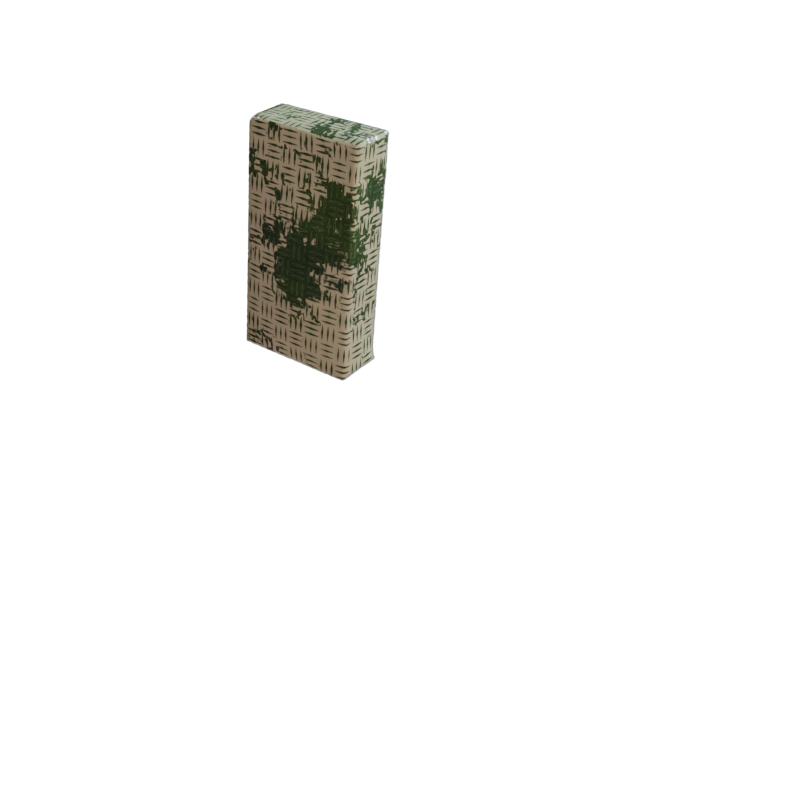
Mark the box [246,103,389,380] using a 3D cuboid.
[{"bbox_3d":[-0.061,-0.111,0.775,0.098,0.166,0.048,20,33,30],"label":"box"}]
